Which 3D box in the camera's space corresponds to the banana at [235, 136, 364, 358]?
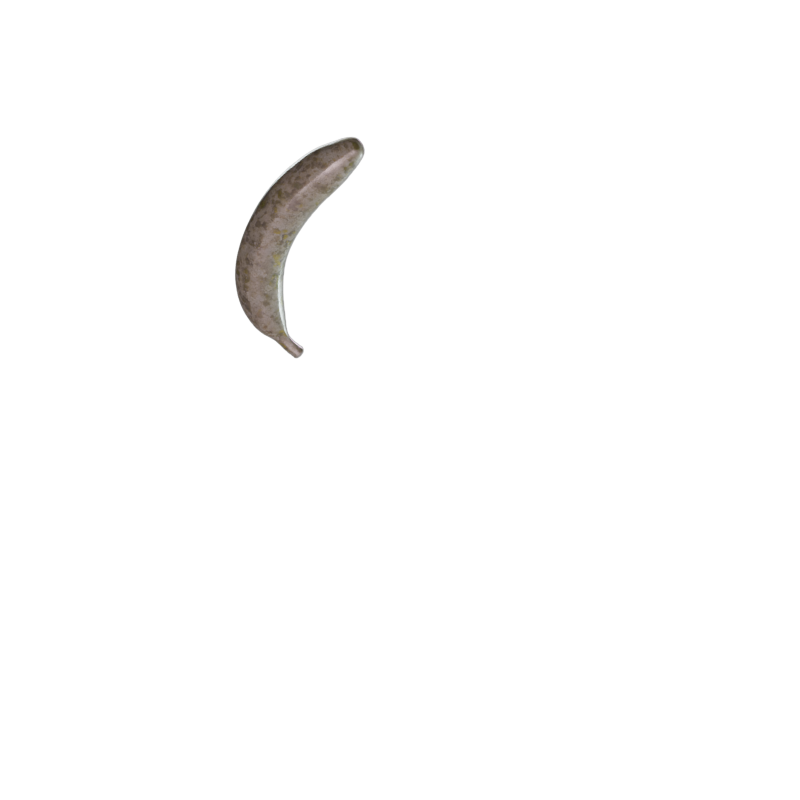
[{"bbox_3d":[-0.084,-0.120,0.834,0.068,0.188,0.039,13,36,-11],"label":"banana"}]
